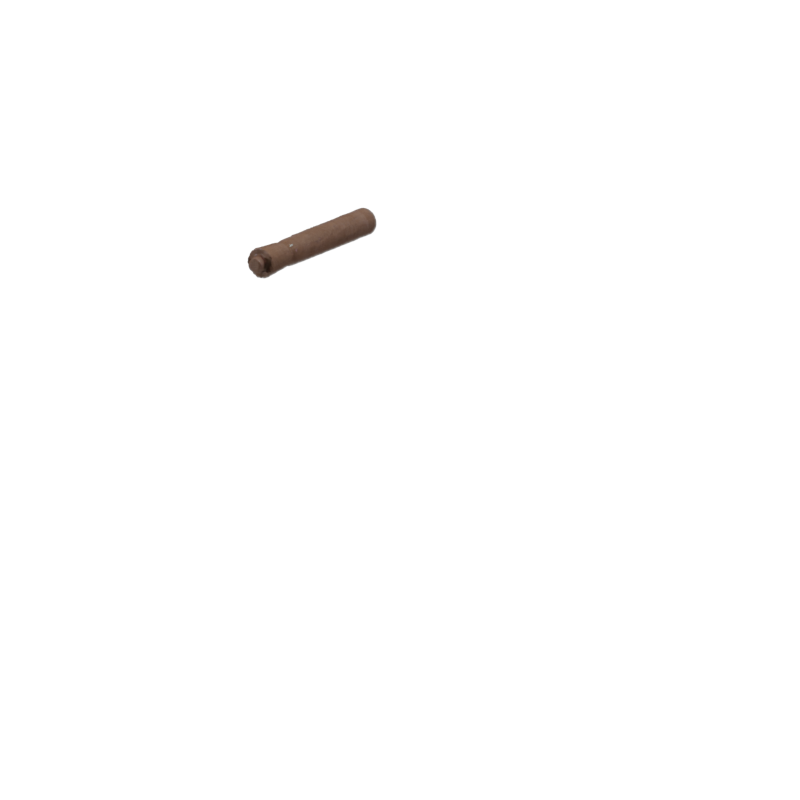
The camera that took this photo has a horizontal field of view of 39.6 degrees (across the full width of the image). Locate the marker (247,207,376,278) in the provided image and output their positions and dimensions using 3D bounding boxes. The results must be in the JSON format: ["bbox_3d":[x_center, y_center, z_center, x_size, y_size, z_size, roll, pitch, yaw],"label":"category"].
[{"bbox_3d":[-0.054,-0.099,0.696,0.020,0.019,0.121,2,21,33],"label":"marker"}]
